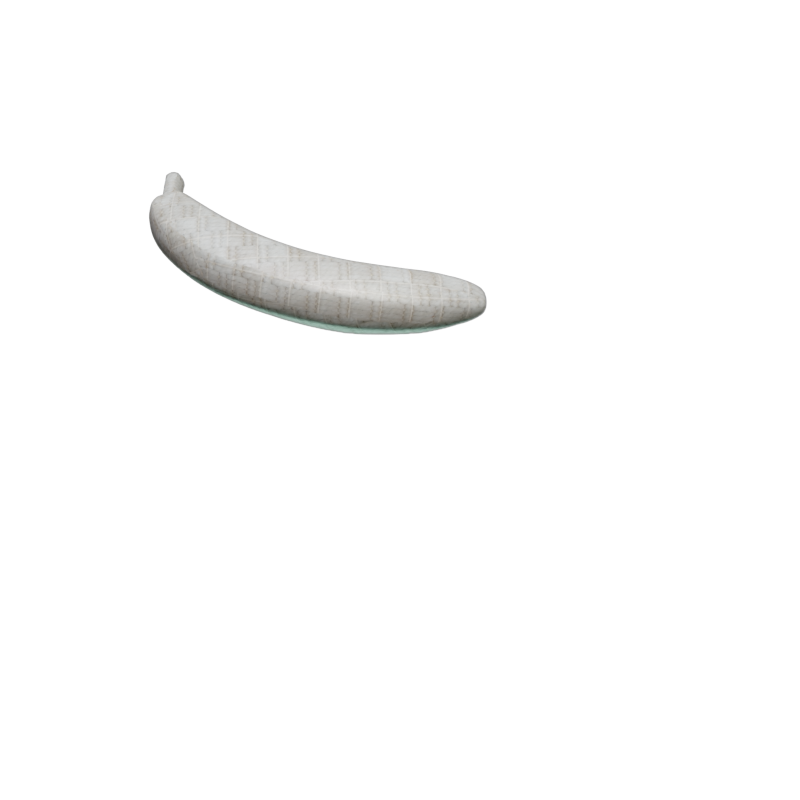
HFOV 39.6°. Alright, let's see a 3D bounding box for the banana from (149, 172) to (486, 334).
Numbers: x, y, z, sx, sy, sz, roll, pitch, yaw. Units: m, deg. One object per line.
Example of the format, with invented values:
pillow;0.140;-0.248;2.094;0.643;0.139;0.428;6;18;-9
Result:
banana;-0.057;-0.071;0.567;0.206;0.072;0.034;24;-36;19
